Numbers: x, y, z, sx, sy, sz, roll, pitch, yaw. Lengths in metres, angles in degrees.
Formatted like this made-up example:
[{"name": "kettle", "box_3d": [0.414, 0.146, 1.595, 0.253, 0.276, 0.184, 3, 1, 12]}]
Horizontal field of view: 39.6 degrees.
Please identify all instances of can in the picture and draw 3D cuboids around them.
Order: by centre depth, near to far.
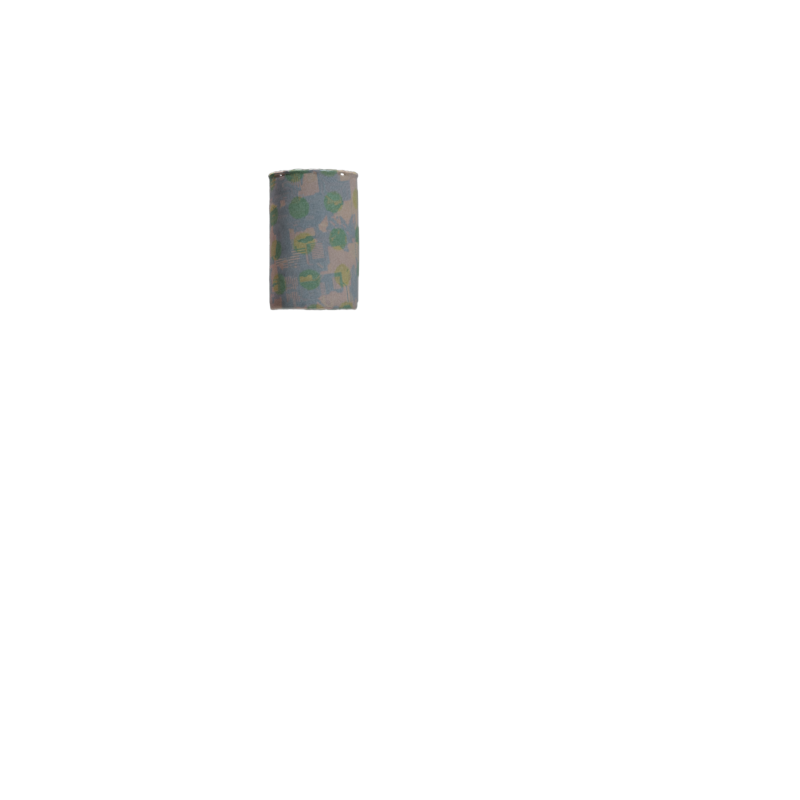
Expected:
[{"name": "can", "box_3d": [-0.065, -0.119, 0.831, 0.068, 0.103, 0.068, 0, -1, -2]}]
